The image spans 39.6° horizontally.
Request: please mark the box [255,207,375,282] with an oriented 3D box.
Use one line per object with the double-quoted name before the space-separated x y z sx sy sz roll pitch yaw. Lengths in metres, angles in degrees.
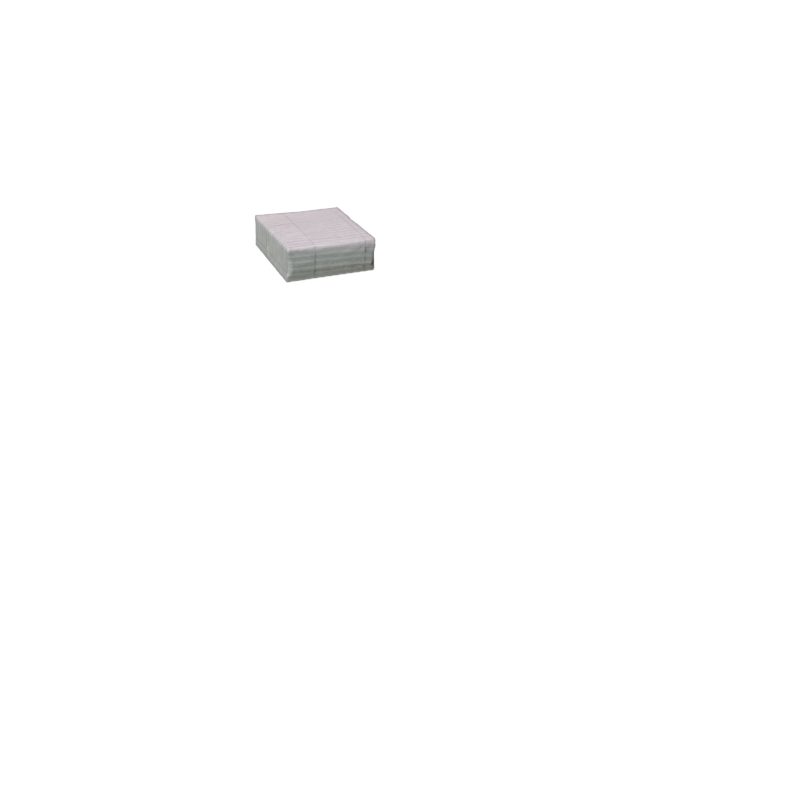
"box" -0.069 -0.126 0.882 0.072 0.029 0.095 -9 27 -19
